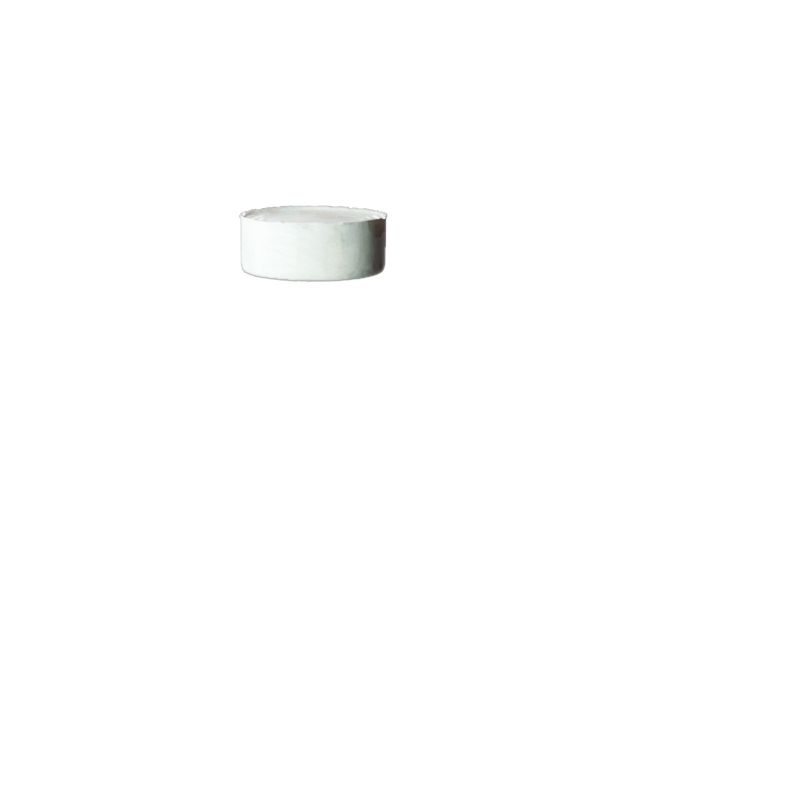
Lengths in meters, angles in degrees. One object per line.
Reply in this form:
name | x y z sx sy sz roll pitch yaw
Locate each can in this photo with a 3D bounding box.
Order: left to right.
can | -0.050 -0.092 0.643 0.086 0.033 0.088 0 15 -2
